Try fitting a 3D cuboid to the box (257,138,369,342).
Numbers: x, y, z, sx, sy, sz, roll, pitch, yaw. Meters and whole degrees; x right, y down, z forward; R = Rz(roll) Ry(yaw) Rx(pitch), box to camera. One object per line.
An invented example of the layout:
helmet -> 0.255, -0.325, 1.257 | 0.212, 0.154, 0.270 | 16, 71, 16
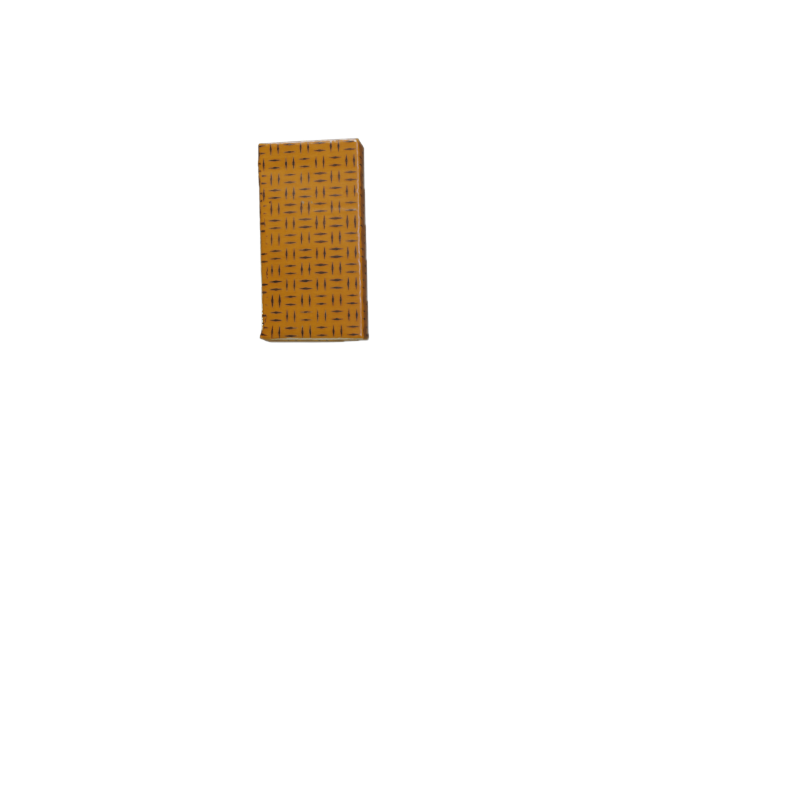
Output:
box -> -0.076, -0.140, 0.980 | 0.094, 0.180, 0.046 | -2, -8, 9
